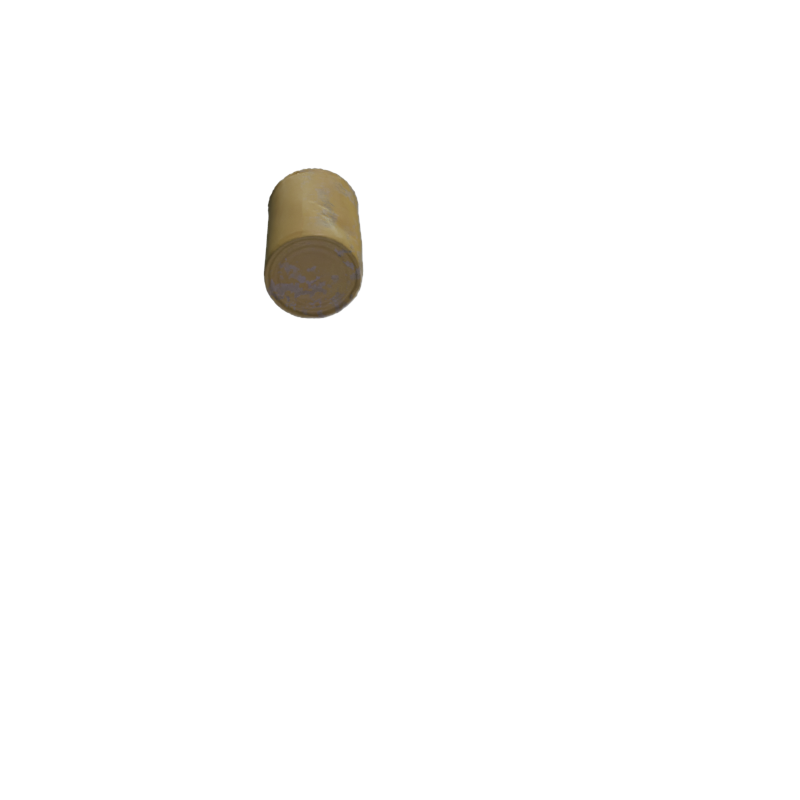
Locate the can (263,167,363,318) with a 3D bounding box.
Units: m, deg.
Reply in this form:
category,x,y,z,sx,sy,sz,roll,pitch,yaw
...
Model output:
category,x,y,z,sx,sy,sz,roll,pitch,yaw
can,-0.061,-0.112,0.782,0.068,0.064,0.109,-1,34,-3
